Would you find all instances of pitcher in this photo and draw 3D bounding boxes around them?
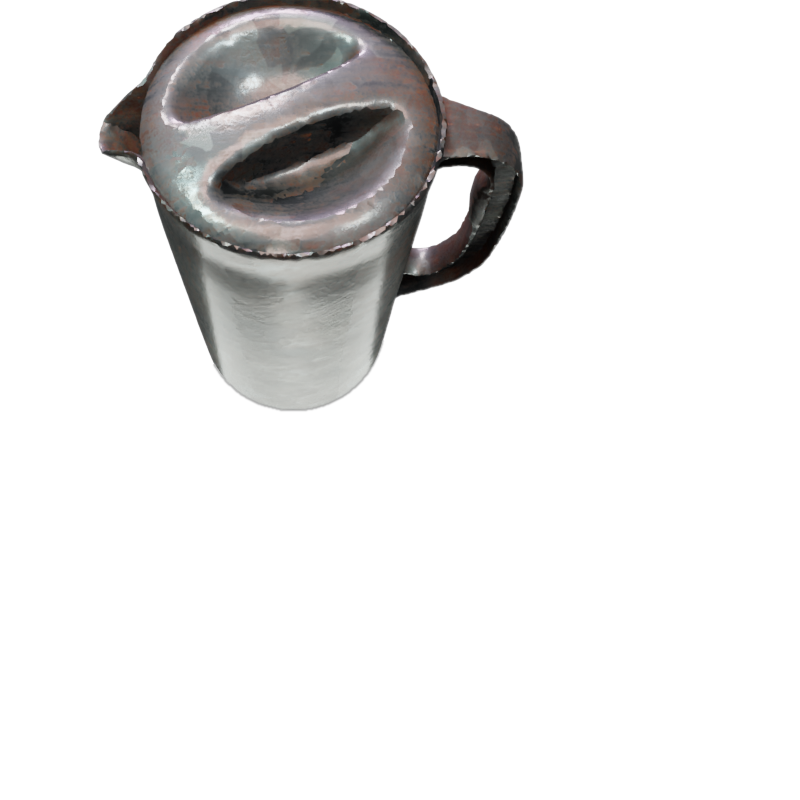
[{"bbox_3d":[-0.045,-0.081,0.569,0.147,0.155,0.231,-43,-14,-18],"label":"pitcher"}]
